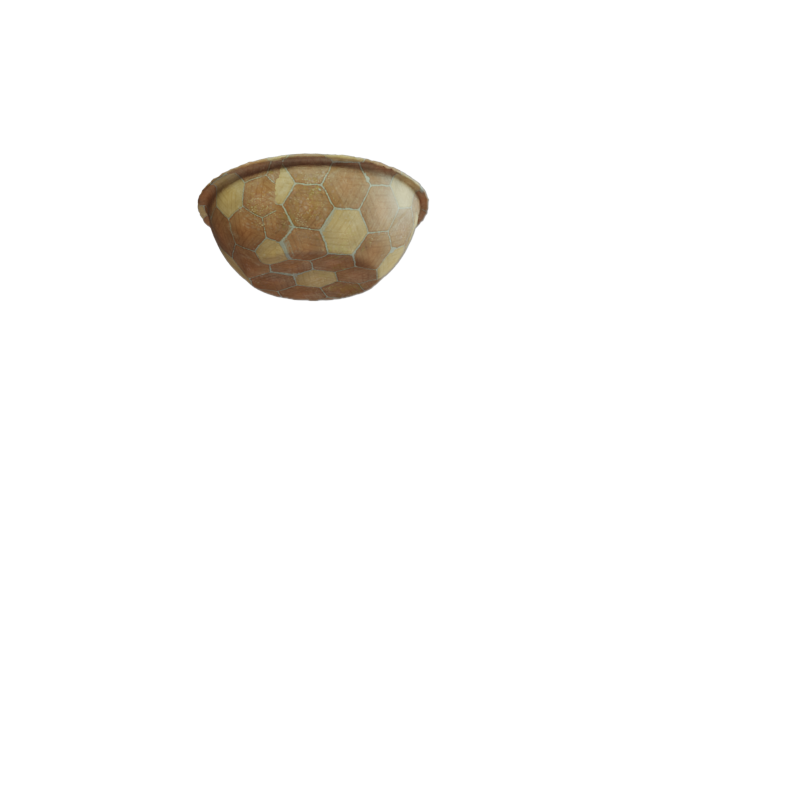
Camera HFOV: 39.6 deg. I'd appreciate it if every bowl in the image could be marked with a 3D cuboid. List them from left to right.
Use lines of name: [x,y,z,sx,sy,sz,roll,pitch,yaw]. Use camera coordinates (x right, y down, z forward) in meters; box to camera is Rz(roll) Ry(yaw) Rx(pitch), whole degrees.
bowl: [-0.060,-0.109,0.765,0.162,0.058,0.155,0,-17,-2]
